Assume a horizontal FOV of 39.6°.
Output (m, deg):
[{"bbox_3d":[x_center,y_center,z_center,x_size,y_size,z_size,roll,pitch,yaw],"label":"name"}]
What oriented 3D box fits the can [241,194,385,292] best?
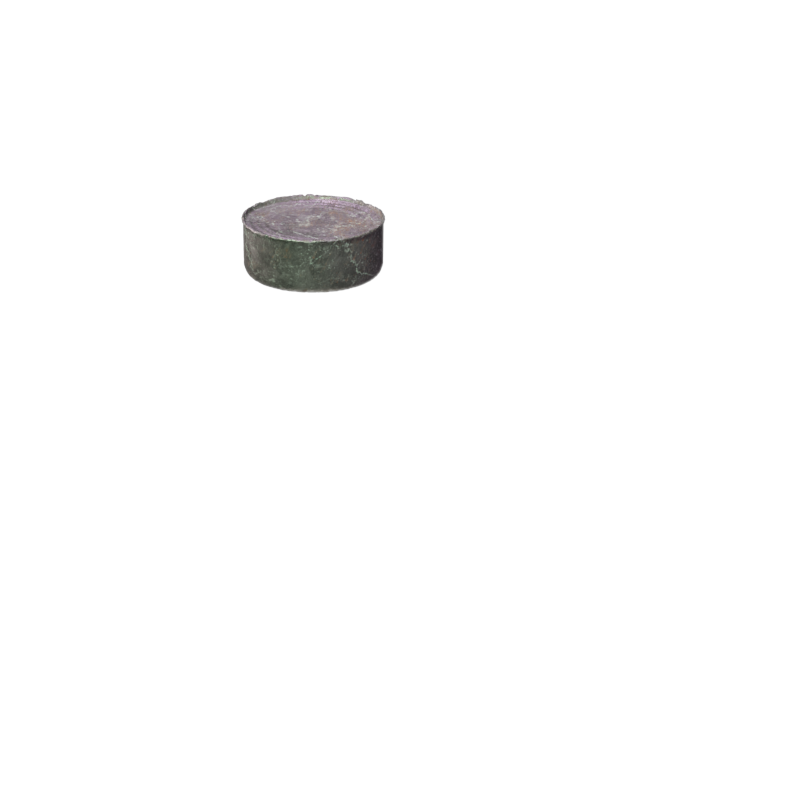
[{"bbox_3d":[-0.052,-0.095,0.668,0.086,0.032,0.091,-1,26,-2],"label":"can"}]
